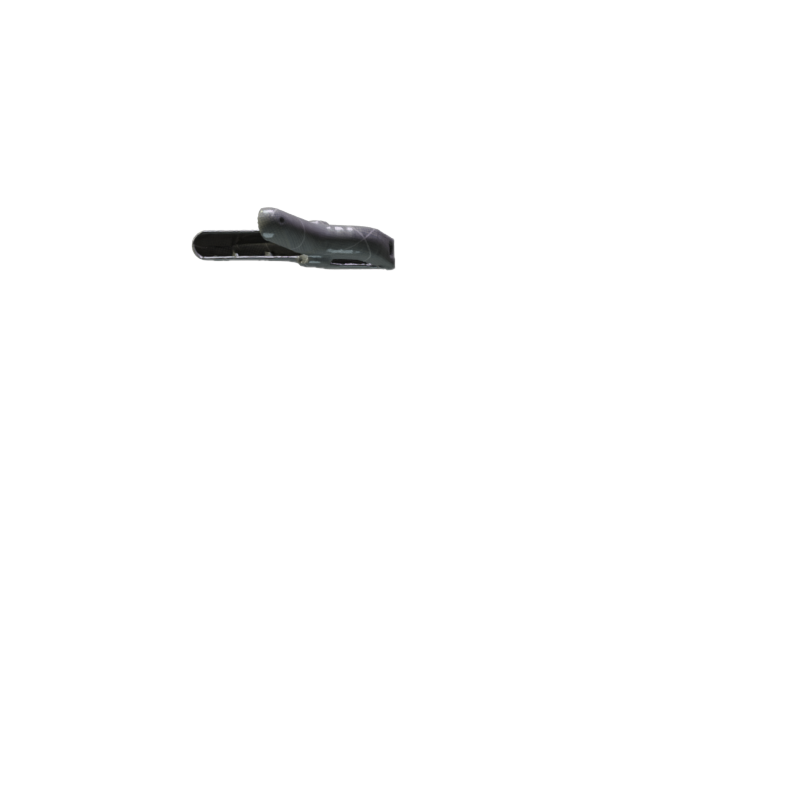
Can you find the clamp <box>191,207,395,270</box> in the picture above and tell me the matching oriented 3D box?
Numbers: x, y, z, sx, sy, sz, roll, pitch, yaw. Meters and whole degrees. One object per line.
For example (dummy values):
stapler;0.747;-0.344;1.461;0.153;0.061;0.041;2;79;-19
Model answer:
clamp;-0.070;-0.127;0.893;0.166;0.039;0.123;-1;3;-26
